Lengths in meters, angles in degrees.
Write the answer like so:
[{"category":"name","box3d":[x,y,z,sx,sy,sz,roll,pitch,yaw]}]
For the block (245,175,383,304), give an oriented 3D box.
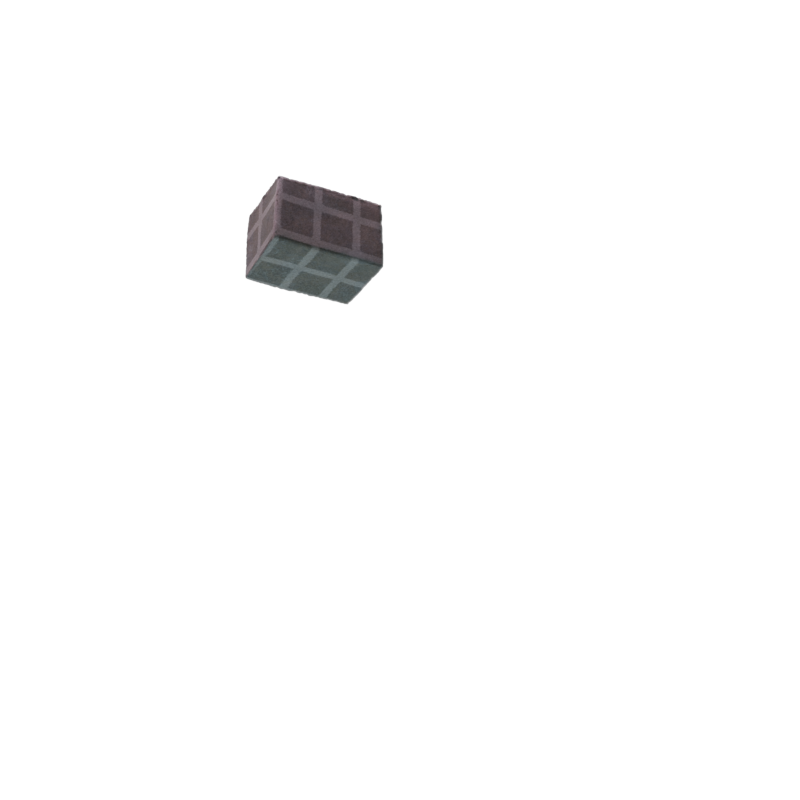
[{"category":"block","box3d":[-0.057,-0.104,0.728,0.075,0.055,0.051,13,-34,-23]}]
